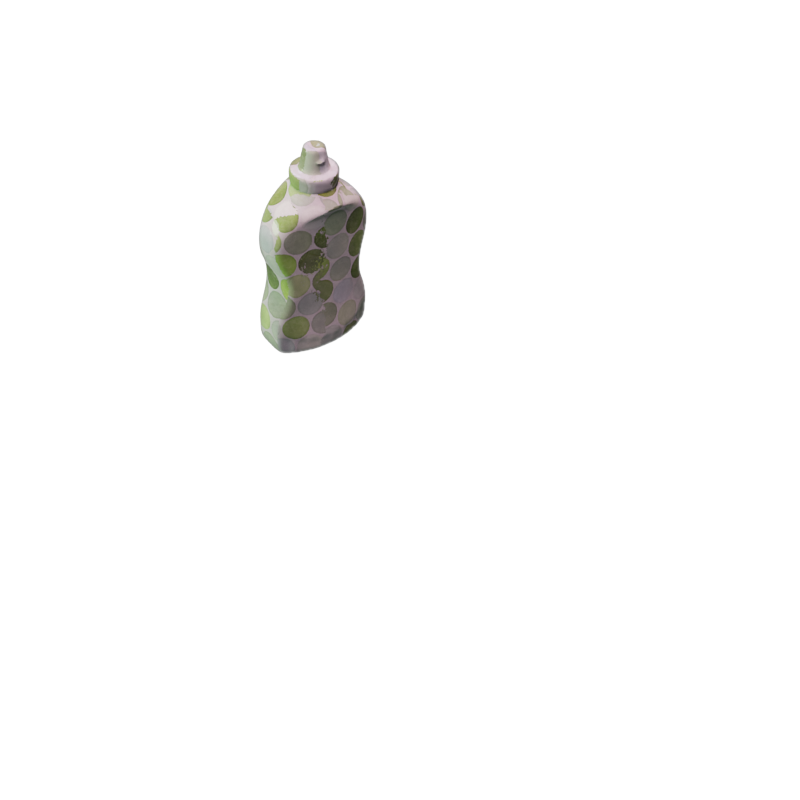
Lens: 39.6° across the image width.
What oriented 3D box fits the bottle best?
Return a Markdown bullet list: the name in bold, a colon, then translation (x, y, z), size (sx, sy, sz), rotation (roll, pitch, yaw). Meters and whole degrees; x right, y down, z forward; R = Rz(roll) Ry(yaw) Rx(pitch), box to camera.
- **bottle**: translation (-0.073, -0.134, 0.937), size (0.095, 0.179, 0.063), rotation (-23, 46, -27)
